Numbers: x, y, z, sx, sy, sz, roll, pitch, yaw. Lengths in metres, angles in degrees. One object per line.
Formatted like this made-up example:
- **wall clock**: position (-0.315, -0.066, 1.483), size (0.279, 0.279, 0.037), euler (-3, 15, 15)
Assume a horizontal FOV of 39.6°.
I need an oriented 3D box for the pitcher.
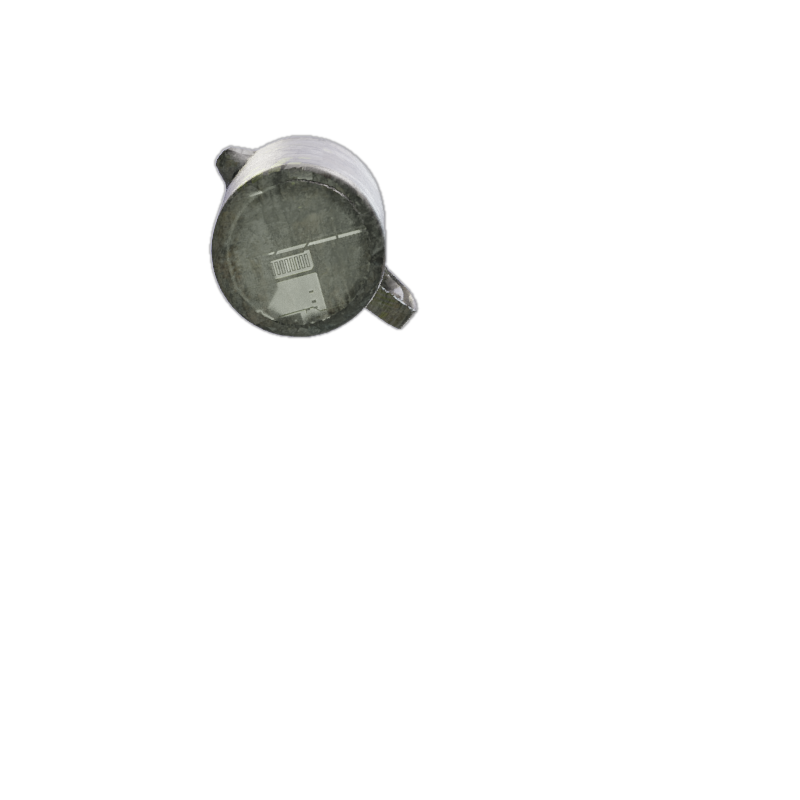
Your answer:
- **pitcher**: position (-0.062, -0.112, 0.786), size (0.149, 0.142, 0.250), euler (-5, 13, -2)
